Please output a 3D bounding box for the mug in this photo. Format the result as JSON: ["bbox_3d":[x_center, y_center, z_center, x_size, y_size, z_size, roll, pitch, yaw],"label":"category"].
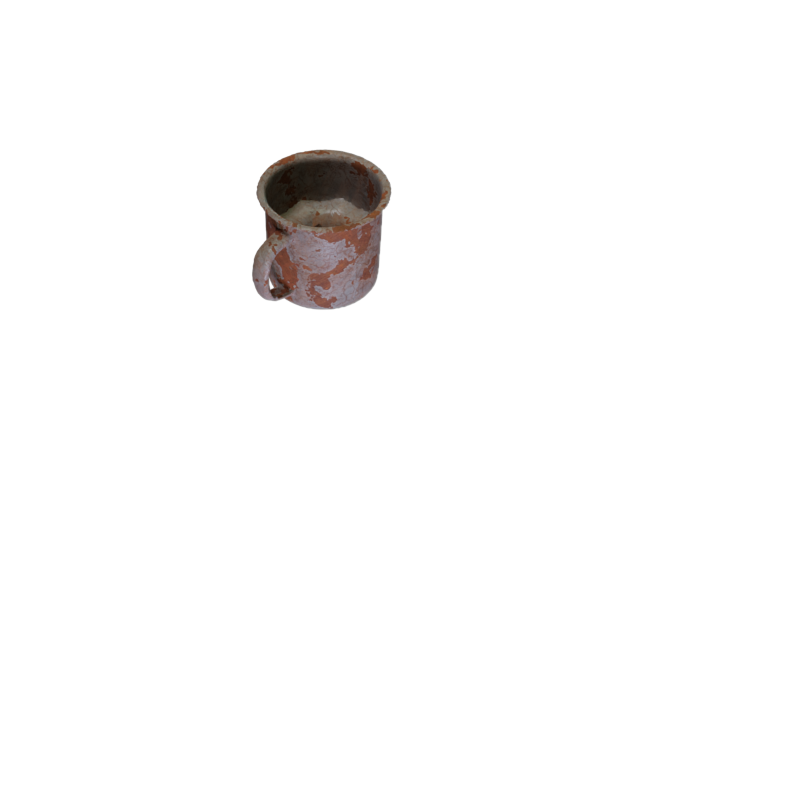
[{"bbox_3d":[-0.061,-0.112,0.782,0.098,0.076,0.119,26,50,23],"label":"mug"}]
